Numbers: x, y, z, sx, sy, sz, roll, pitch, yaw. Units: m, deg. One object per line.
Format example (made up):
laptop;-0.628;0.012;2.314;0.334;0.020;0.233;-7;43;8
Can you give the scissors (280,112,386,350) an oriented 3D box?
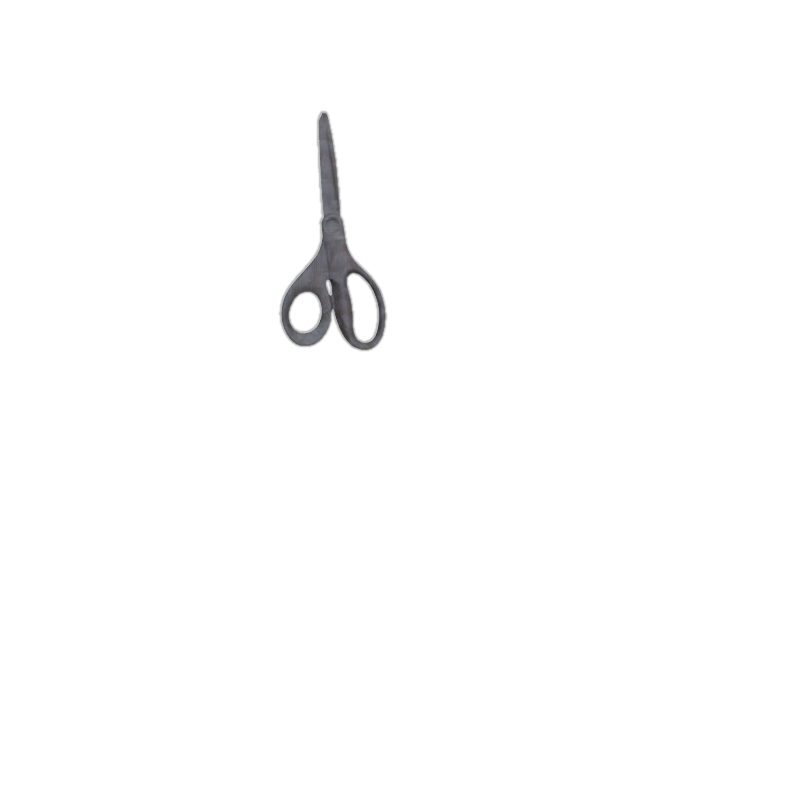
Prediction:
scissors;-0.073;-0.133;0.932;0.096;0.204;0.016;-20;-4;-2
